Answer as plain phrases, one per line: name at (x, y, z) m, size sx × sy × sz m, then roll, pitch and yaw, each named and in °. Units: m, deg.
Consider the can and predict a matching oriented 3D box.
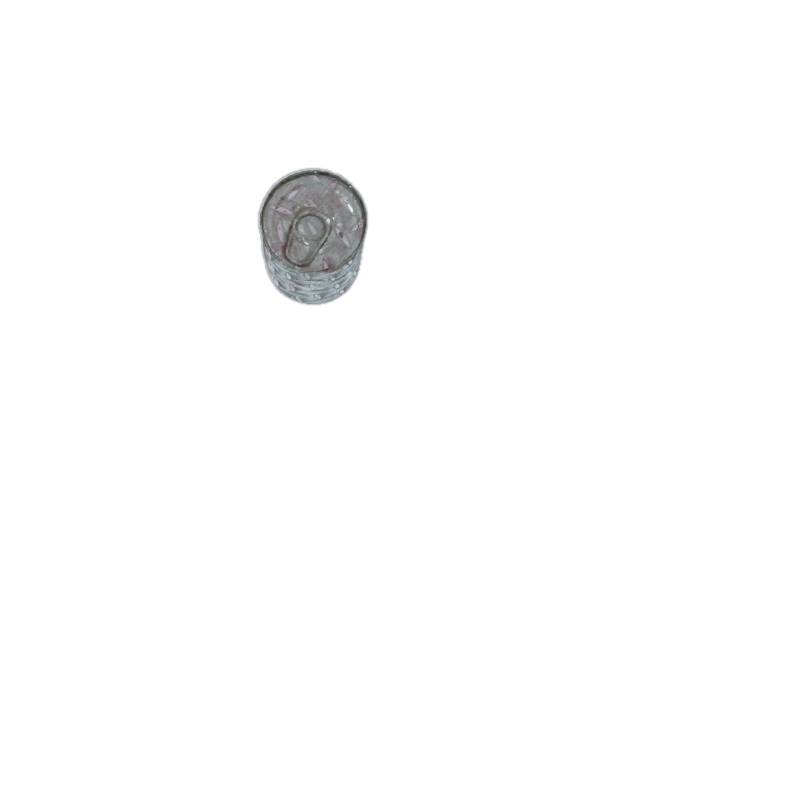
can at (-0.058, -0.106, 0.740) m, size 0.068 × 0.071 × 0.099 m, roll 0°, pitch -10°, yaw -3°
